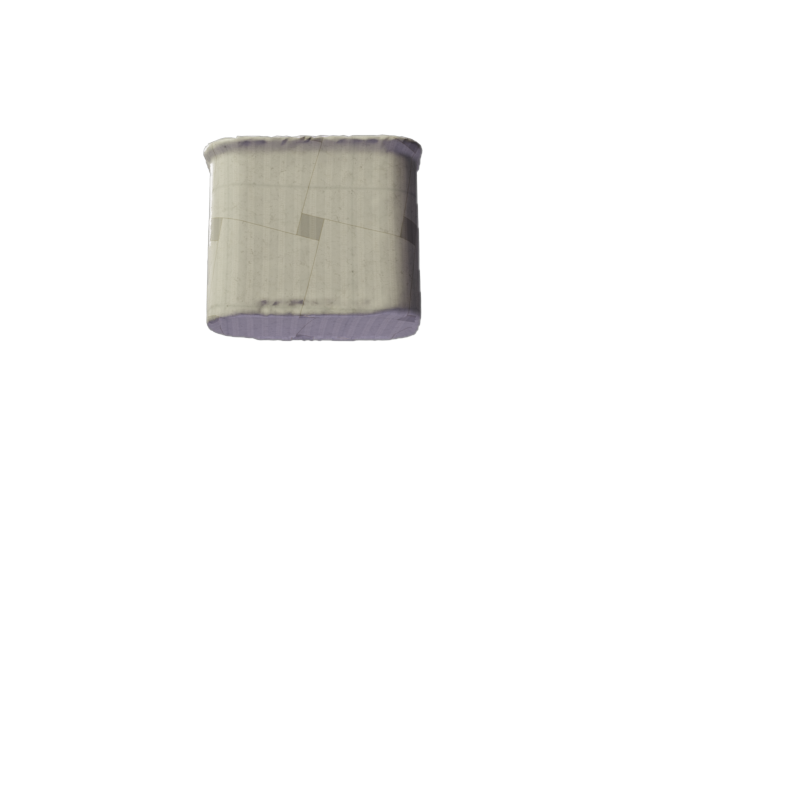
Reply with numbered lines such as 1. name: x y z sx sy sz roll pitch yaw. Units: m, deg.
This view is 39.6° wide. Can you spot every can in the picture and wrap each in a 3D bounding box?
1. can: -0.040 -0.073 0.513 0.102 0.087 0.055 0 -14 -1
